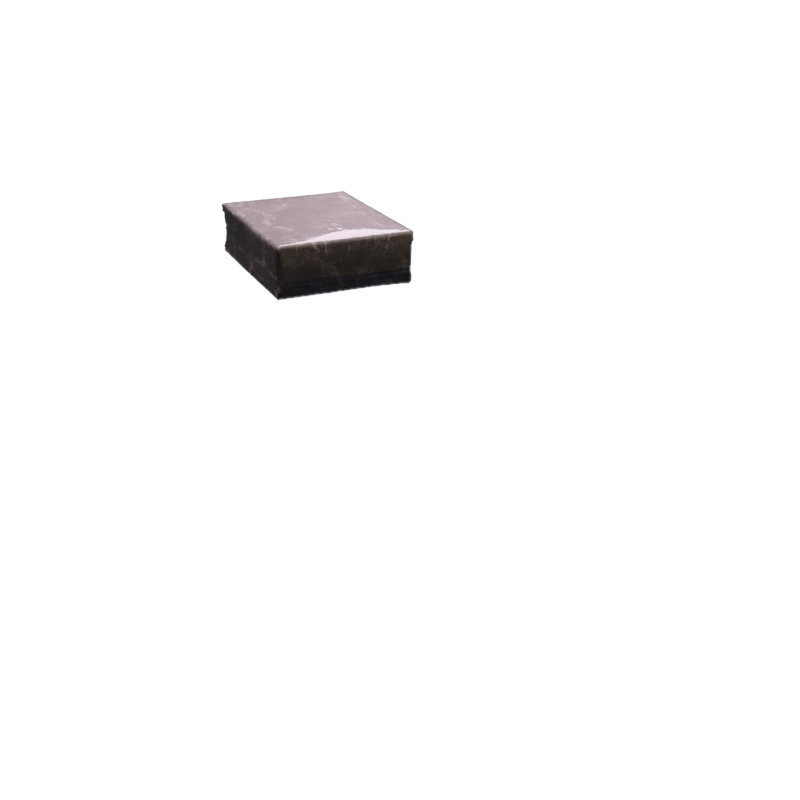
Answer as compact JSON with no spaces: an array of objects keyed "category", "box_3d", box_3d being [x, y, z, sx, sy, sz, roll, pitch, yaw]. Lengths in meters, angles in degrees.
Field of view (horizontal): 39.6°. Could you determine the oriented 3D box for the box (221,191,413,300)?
[{"category":"box","box_3d":[-0.055,-0.101,0.710,0.088,0.037,0.121,-9,23,-22]}]
